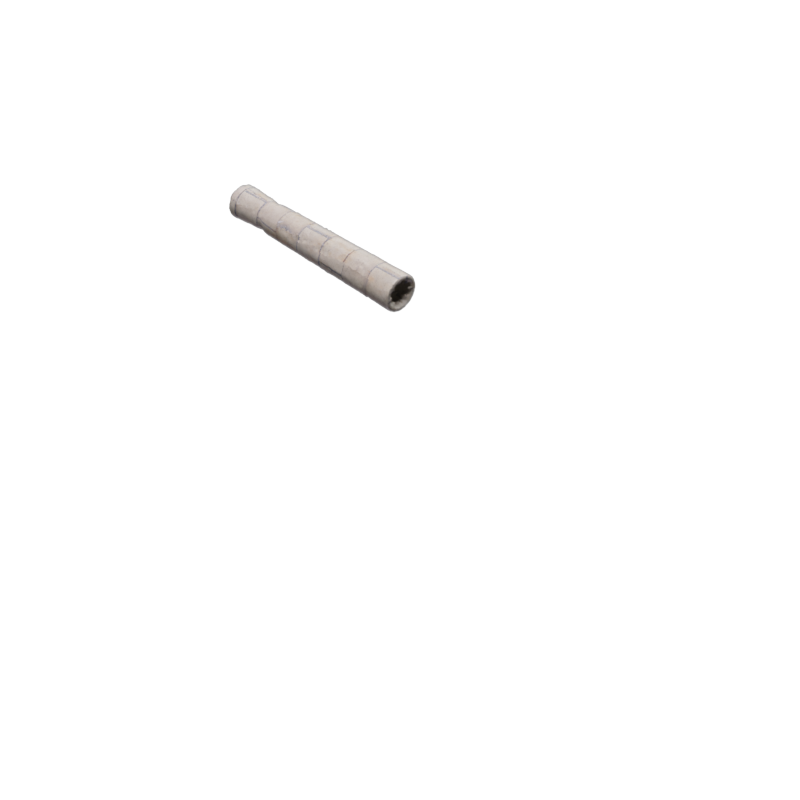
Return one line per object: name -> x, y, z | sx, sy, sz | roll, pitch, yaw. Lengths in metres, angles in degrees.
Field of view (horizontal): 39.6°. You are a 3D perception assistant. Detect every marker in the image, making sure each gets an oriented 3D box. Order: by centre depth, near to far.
marker -> -0.042, -0.077, 0.538 | 0.019, 0.019, 0.130 | -3, 29, -46
